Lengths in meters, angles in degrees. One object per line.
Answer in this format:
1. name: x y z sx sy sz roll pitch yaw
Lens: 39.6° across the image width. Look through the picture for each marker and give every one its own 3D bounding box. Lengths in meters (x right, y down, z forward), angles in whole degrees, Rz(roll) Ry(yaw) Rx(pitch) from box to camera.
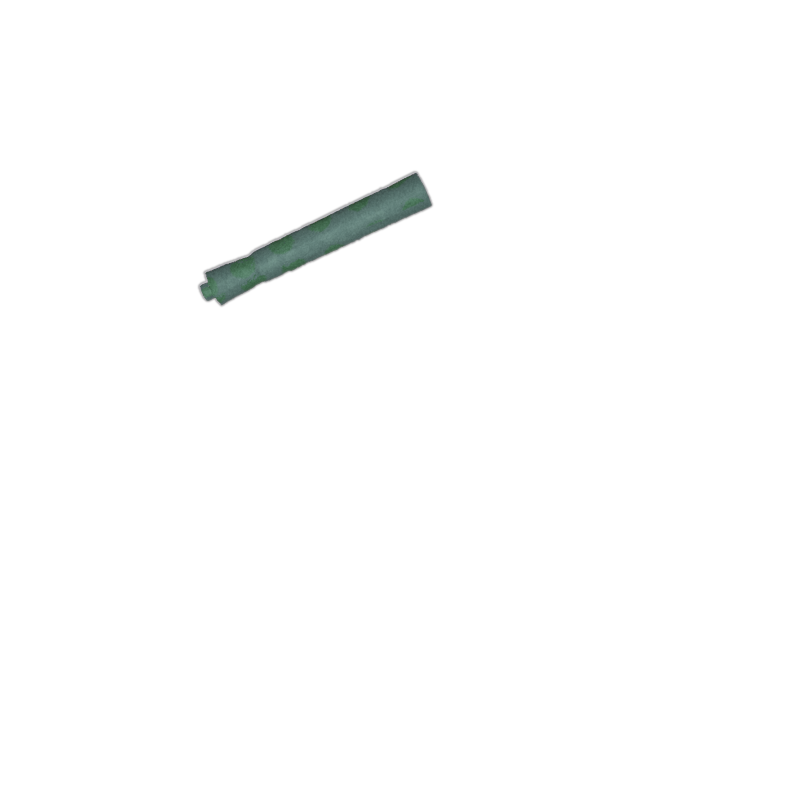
1. marker: -0.043 -0.078 0.545 0.121 0.020 0.020 -25 3 3
